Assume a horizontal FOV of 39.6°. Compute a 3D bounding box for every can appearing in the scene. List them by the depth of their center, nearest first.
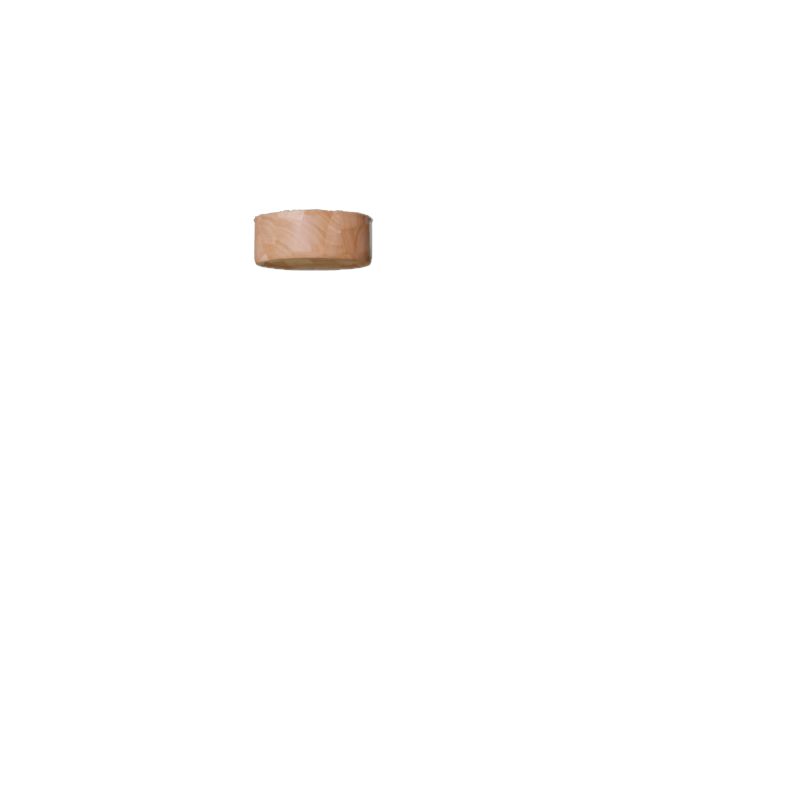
[{"bbox_3d":[-0.062,-0.113,0.792,0.086,0.034,0.085,0,-1,-2],"label":"can"}]
